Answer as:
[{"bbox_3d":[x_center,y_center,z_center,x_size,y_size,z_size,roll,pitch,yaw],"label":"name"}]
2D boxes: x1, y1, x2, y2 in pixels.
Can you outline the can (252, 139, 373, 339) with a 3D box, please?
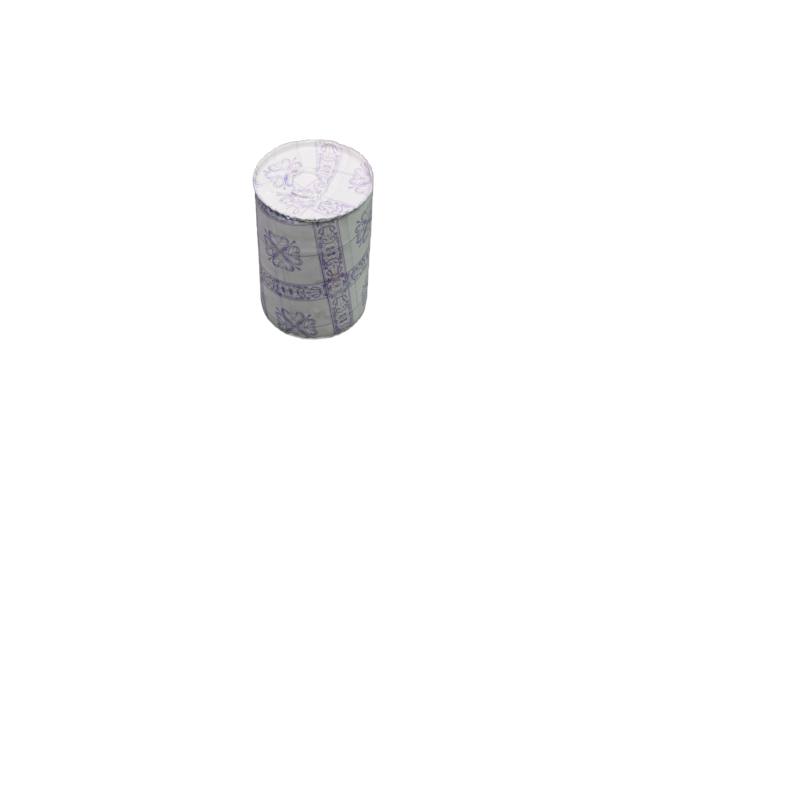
[{"bbox_3d":[-0.051,-0.093,0.653,0.068,0.074,0.095,0,-42,-3],"label":"can"}]
